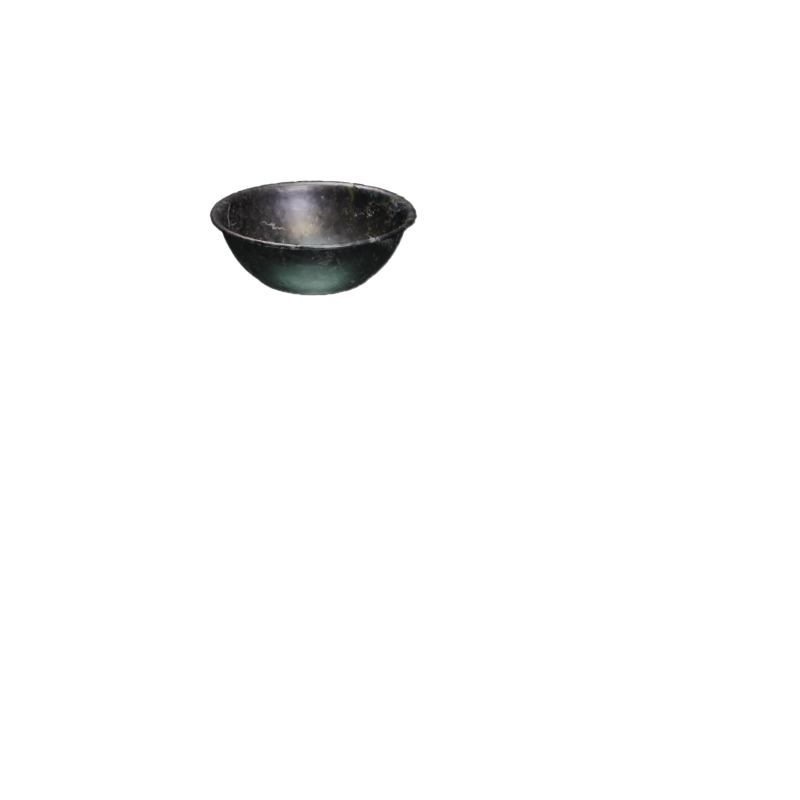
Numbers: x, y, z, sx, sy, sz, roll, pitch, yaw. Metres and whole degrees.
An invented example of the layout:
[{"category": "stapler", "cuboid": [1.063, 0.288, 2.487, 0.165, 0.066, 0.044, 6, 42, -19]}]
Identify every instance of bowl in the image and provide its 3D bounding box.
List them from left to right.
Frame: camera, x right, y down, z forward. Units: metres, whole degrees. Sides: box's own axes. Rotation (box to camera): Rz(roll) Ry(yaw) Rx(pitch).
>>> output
[{"category": "bowl", "cuboid": [-0.069, -0.125, 0.875, 0.162, 0.052, 0.171, -1, 27, -2]}]
